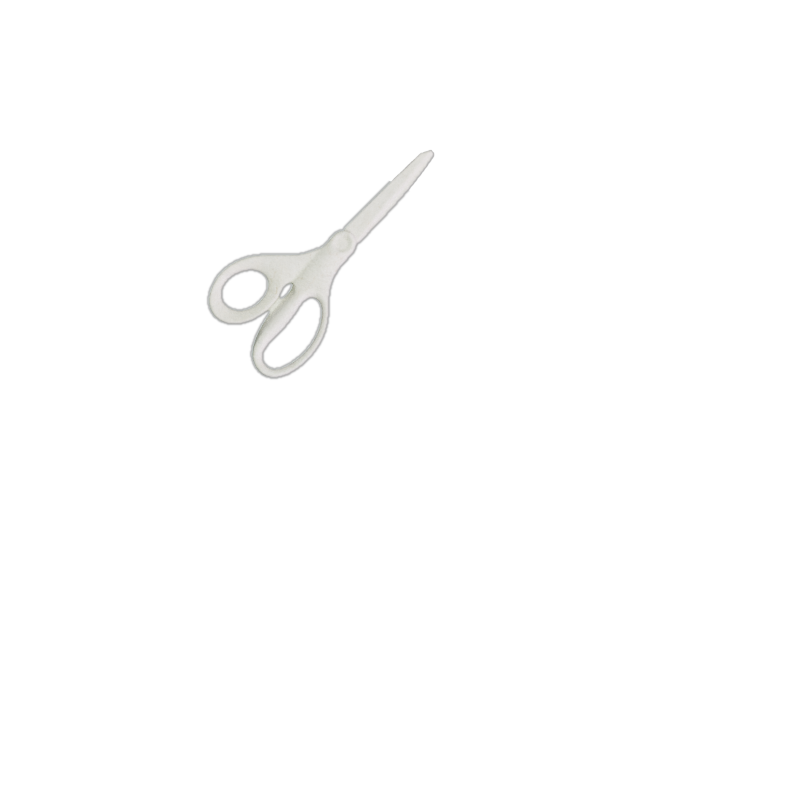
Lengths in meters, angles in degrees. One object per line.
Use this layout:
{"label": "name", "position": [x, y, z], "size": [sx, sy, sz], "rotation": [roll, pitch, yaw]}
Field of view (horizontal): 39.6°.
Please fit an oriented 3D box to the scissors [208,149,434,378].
{"label": "scissors", "position": [-0.062, -0.113, 0.792], "size": [0.098, 0.206, 0.015], "rotation": [26, -13, 6]}
